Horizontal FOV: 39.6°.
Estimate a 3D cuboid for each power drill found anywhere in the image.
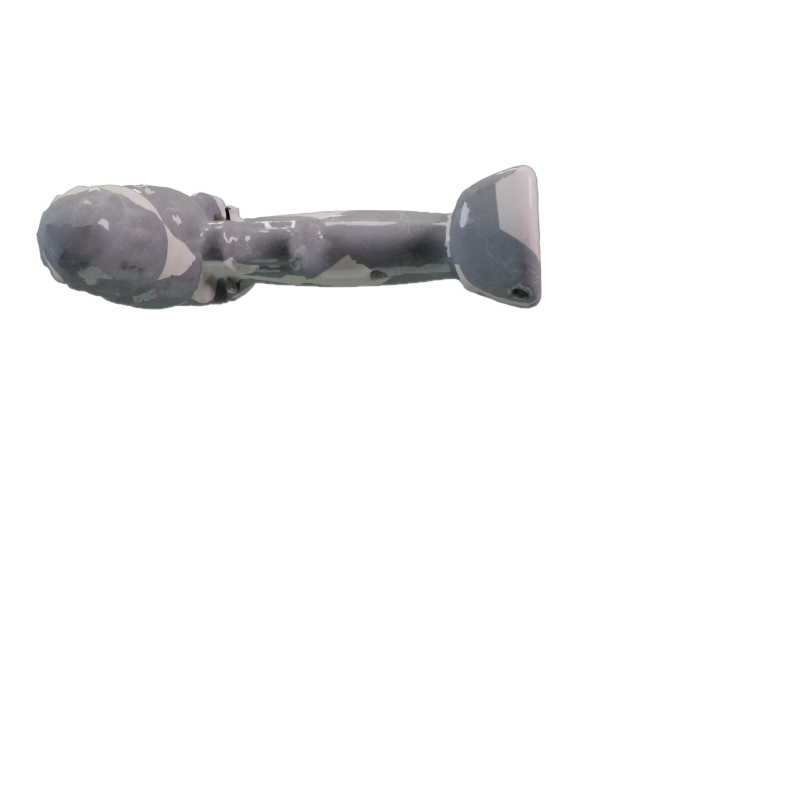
[{"bbox_3d":[-0.036,-0.066,0.464,0.191,0.057,0.182,1,6,11],"label":"power drill"}]
